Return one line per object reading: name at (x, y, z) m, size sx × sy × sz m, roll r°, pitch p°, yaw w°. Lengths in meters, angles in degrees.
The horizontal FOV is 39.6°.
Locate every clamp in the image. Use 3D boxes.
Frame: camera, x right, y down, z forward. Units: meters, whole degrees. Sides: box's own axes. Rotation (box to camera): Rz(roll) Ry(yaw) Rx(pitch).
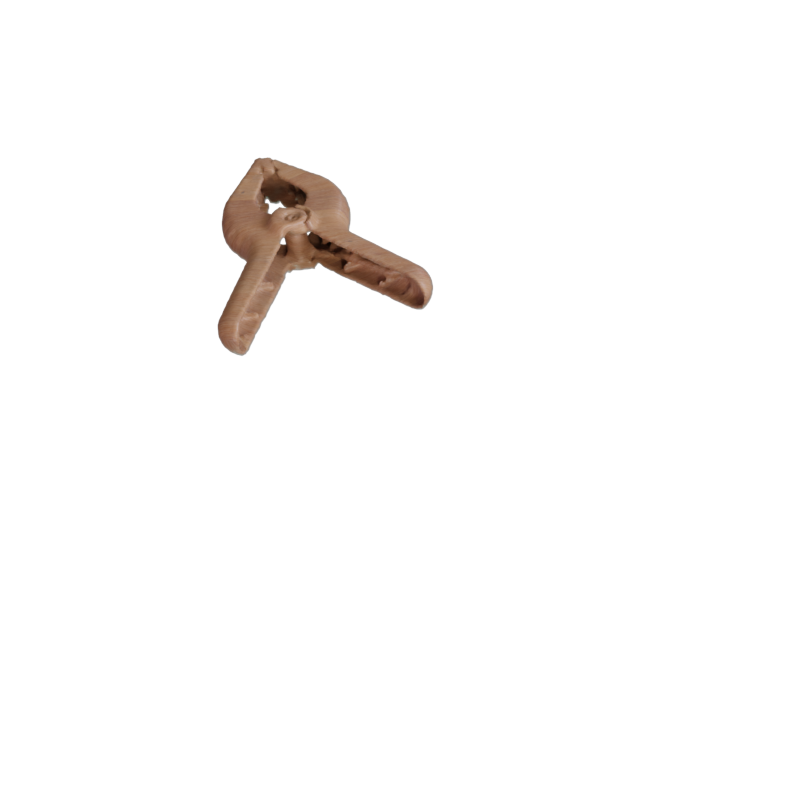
clamp at (-0.052, -0.094, 0.661) m, size 0.119 × 0.037 × 0.185 m, roll -6°, pitch 42°, yaw -7°
